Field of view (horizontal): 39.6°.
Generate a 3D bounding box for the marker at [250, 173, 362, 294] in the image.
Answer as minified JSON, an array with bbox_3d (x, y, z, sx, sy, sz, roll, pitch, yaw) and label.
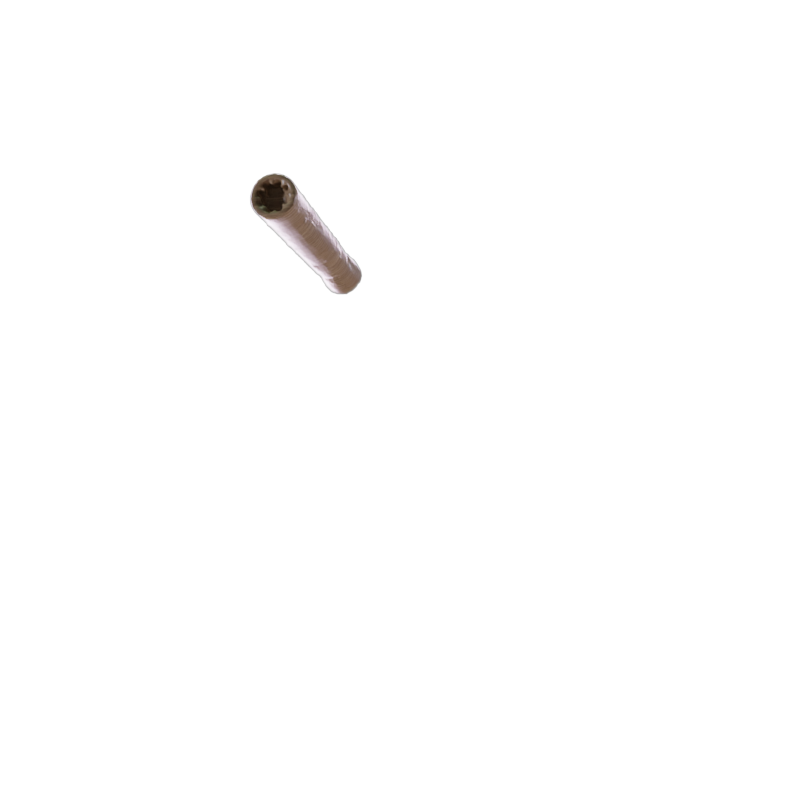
[{"bbox_3d":[-0.038,-0.069,0.481,0.020,0.020,0.115,1,-10,12],"label":"marker"}]
